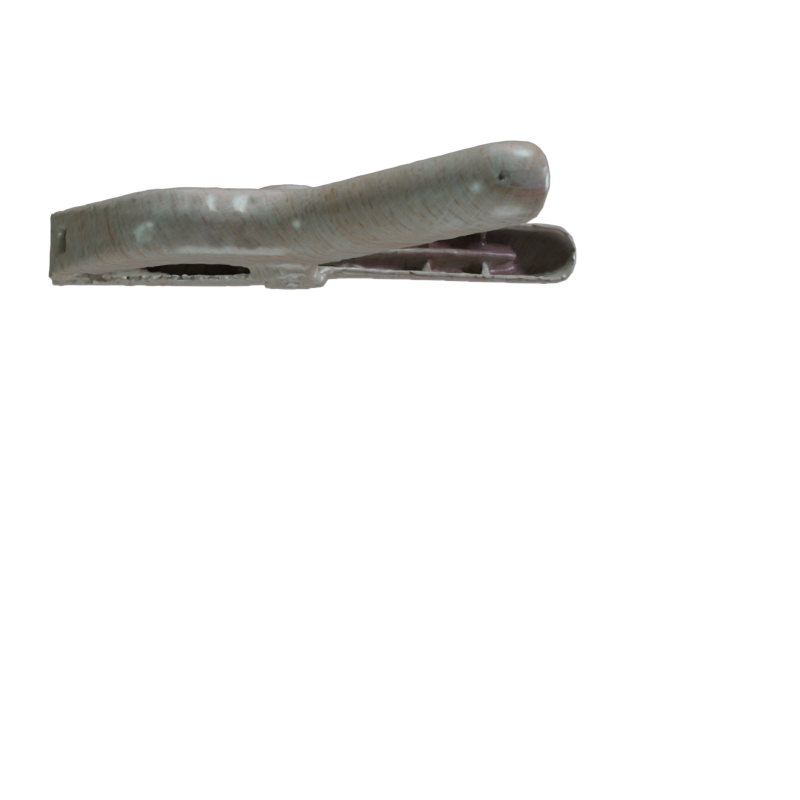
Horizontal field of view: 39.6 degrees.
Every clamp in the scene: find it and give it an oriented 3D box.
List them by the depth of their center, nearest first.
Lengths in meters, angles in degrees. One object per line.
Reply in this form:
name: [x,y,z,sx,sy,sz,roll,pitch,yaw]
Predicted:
clamp: [-0.033,-0.061,0.426,0.215,0.037,0.158,-1,-3,21]
